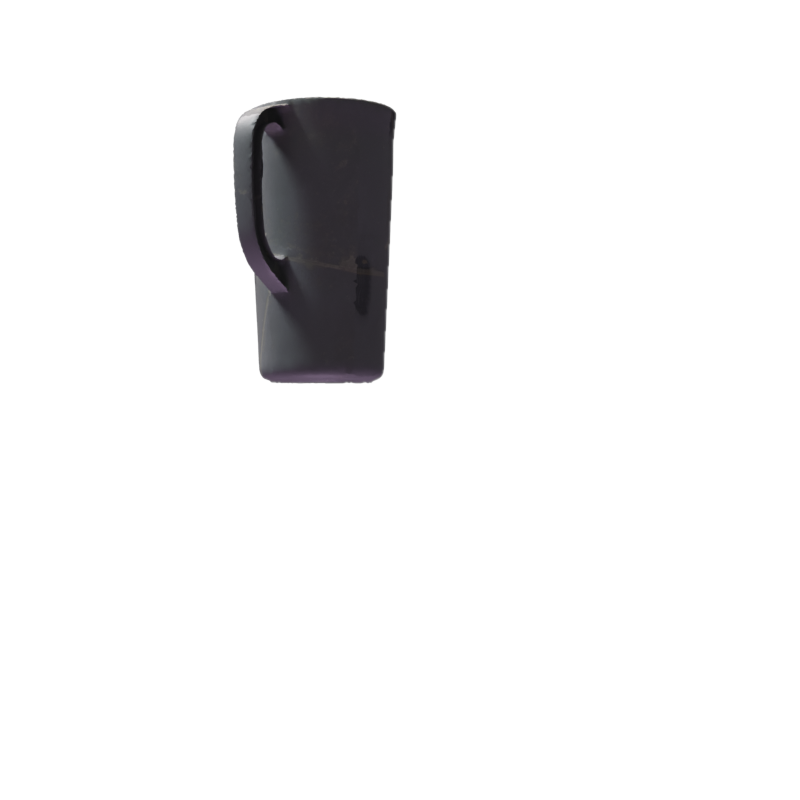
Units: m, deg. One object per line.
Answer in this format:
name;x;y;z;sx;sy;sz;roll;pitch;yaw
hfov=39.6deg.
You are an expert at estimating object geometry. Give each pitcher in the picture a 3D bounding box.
pitcher;-0.075;-0.137;0.963;0.147;0.247;0.145;1;-6;-10
